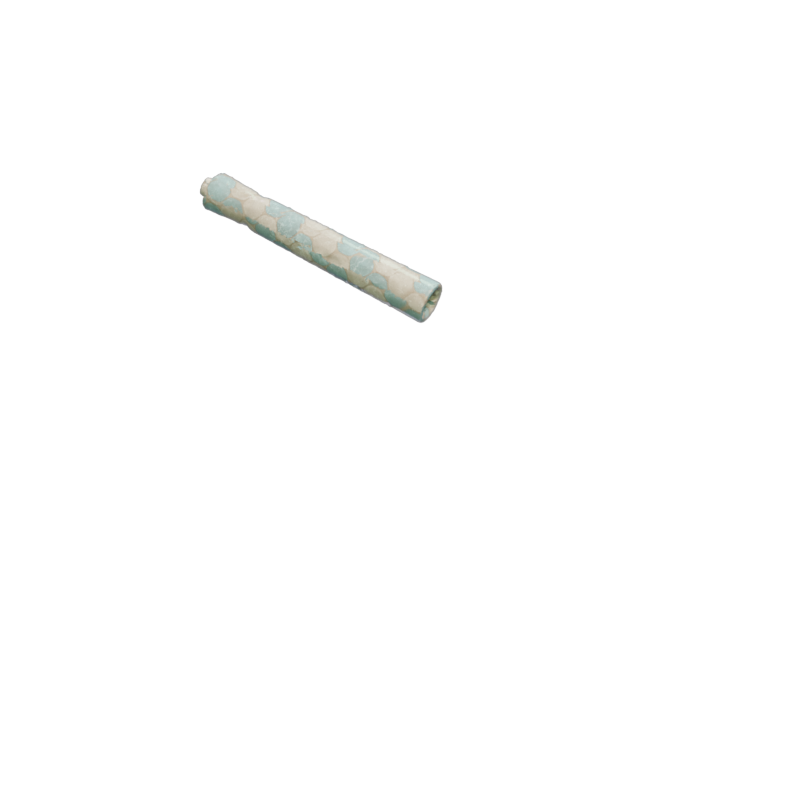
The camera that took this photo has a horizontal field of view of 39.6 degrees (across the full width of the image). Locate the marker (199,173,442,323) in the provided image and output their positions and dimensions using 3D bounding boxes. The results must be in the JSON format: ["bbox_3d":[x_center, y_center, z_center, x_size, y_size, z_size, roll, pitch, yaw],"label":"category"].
[{"bbox_3d":[-0.038,-0.069,0.486,0.127,0.019,0.019,30,14,21],"label":"marker"}]
